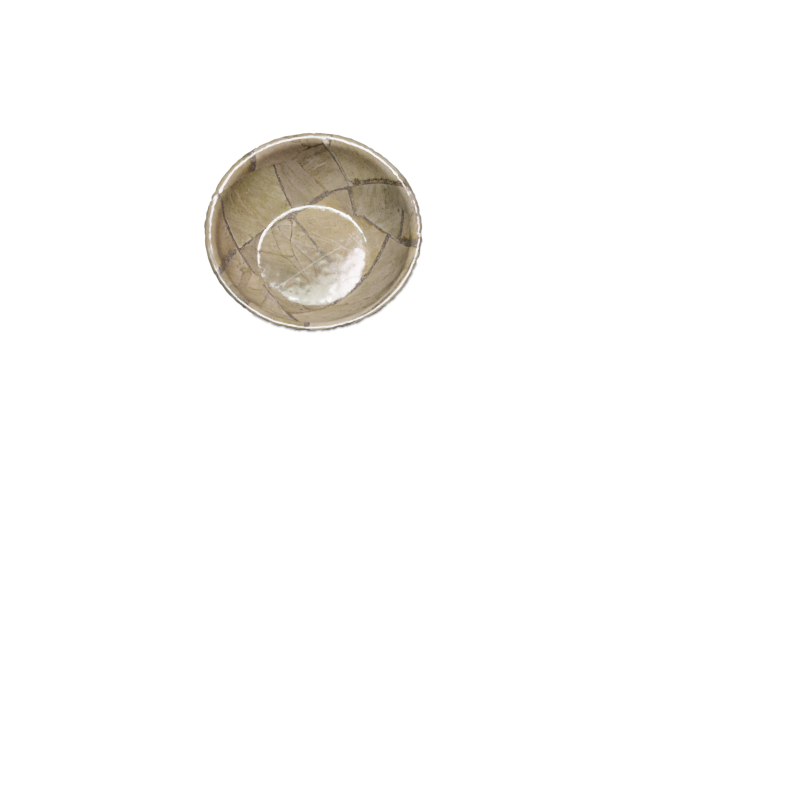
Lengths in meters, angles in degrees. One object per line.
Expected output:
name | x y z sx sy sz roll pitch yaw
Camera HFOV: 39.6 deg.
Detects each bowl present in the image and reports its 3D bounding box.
bowl | -0.066 -0.121 0.845 0.162 0.171 0.052 -1 -22 -1
